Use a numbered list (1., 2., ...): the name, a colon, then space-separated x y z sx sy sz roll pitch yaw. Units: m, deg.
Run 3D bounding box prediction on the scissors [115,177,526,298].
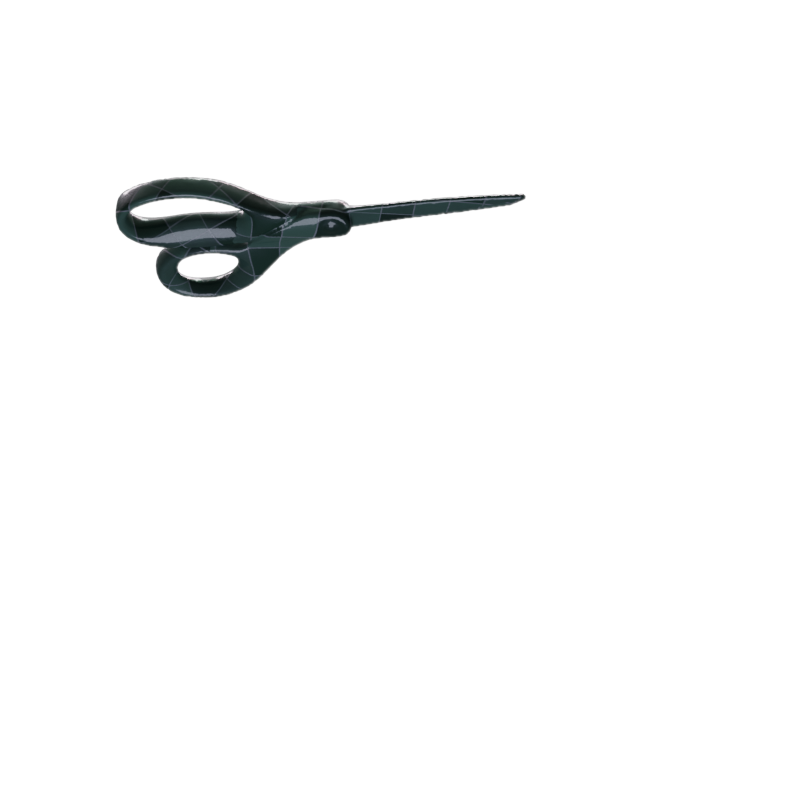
1. scissors: -0.045 -0.082 0.574 0.200 0.017 0.091 3 -33 -5
